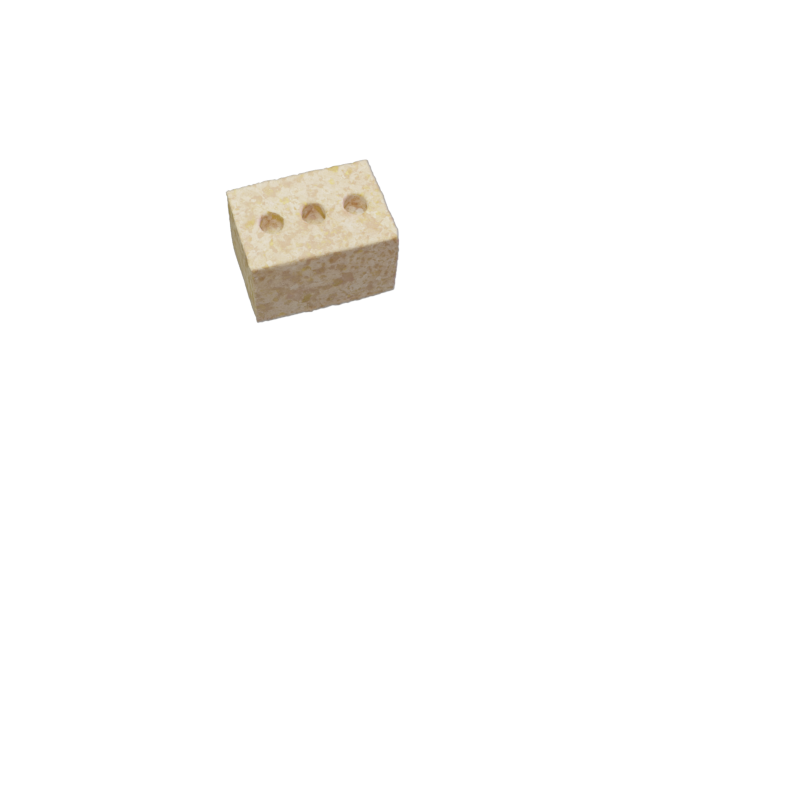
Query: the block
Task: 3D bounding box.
[{"bbox_3d":[-0.045,-0.081,0.570,0.077,0.057,0.048,-15,-30,-10],"label":"block"}]
